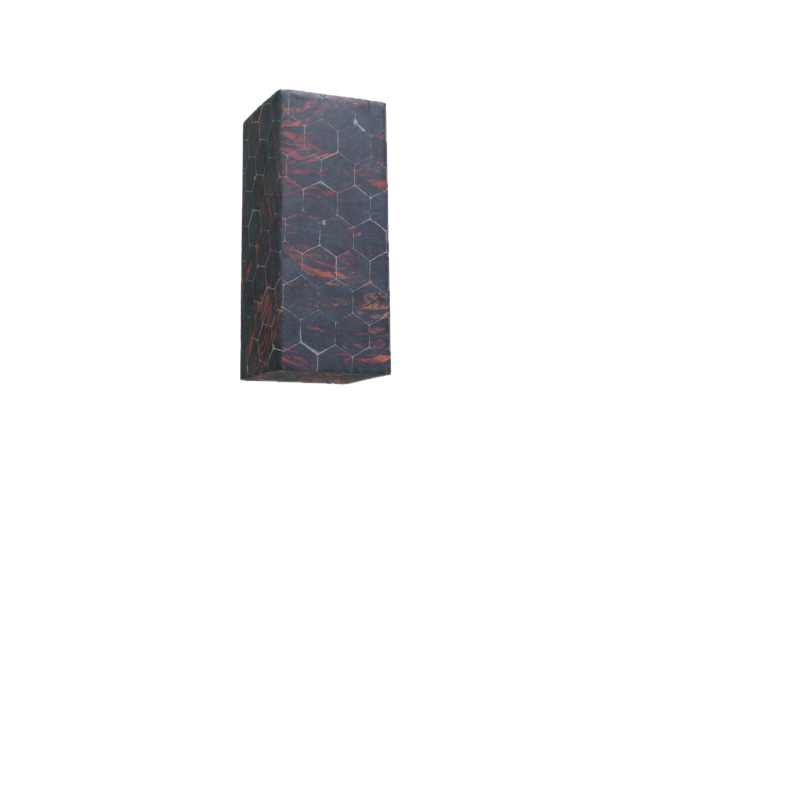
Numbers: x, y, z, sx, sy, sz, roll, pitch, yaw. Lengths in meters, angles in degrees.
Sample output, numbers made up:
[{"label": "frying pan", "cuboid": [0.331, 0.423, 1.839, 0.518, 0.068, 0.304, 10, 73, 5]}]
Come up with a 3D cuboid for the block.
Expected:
[{"label": "block", "cuboid": [-0.066, -0.120, 0.842, 0.088, 0.212, 0.091, 4, -12, -24]}]
